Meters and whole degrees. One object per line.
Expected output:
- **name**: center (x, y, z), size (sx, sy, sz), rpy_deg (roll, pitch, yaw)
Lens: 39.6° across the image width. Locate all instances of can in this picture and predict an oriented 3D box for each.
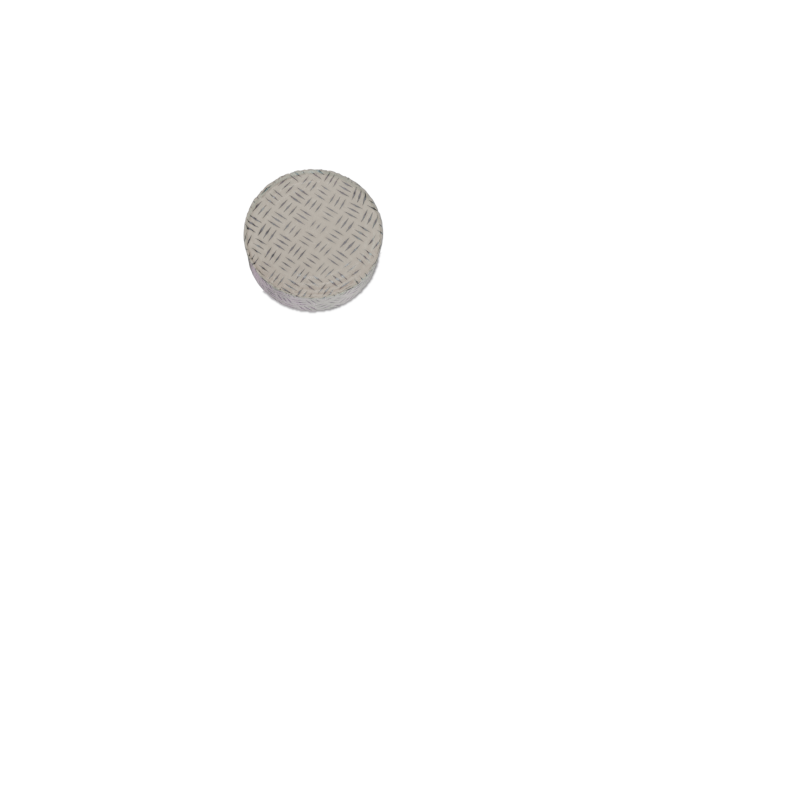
- **can**: center (-0.054, -0.099, 0.694), size (0.086, 0.090, 0.032), rpy_deg (-1, -20, -1)
